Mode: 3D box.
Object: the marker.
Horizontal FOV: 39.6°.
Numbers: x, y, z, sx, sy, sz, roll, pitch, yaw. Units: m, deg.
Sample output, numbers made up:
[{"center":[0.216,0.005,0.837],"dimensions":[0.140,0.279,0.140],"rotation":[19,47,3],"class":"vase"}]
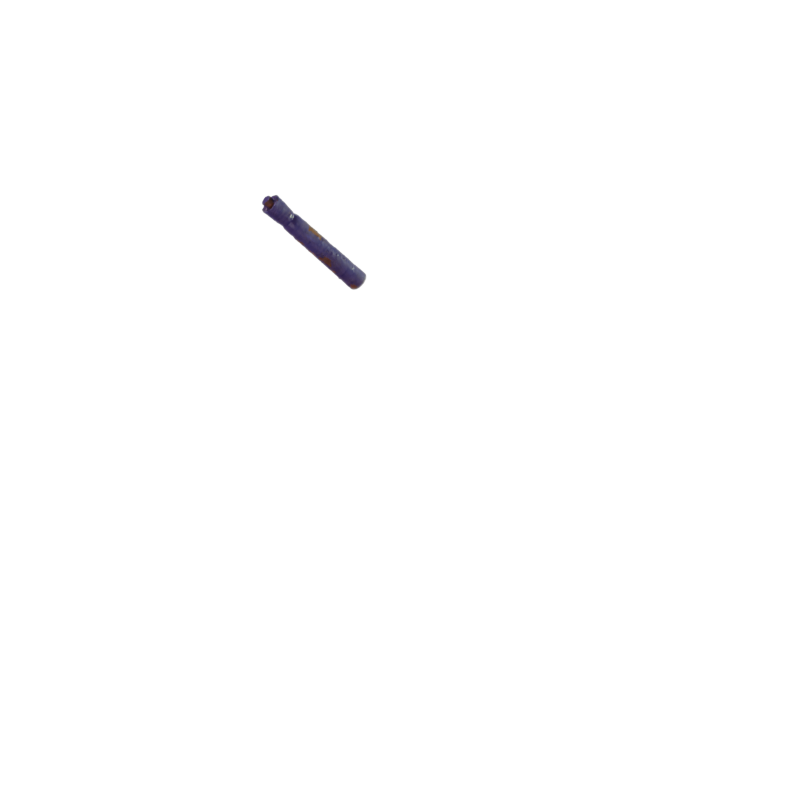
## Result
[{"center":[-0.076,-0.138,0.968],"dimensions":[0.114,0.020,0.020],"rotation":[40,-19,-28],"class":"marker"}]
